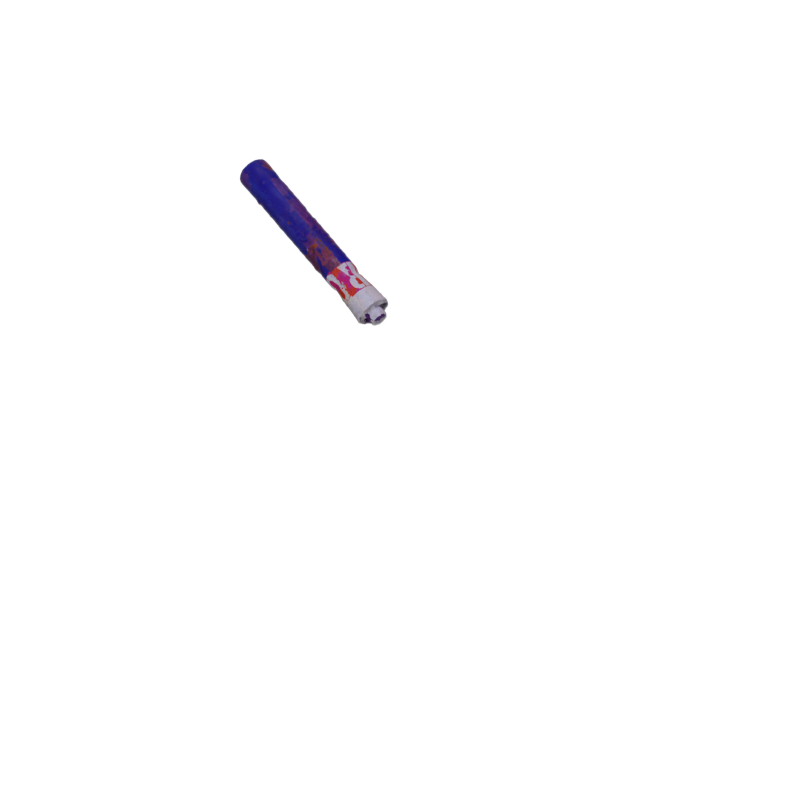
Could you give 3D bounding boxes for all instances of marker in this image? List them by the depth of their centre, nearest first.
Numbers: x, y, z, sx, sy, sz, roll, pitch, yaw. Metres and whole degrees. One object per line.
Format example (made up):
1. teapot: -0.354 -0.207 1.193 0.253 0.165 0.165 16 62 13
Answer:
1. marker: -0.047 -0.085 0.598 0.019 0.019 0.129 -2 45 -49
